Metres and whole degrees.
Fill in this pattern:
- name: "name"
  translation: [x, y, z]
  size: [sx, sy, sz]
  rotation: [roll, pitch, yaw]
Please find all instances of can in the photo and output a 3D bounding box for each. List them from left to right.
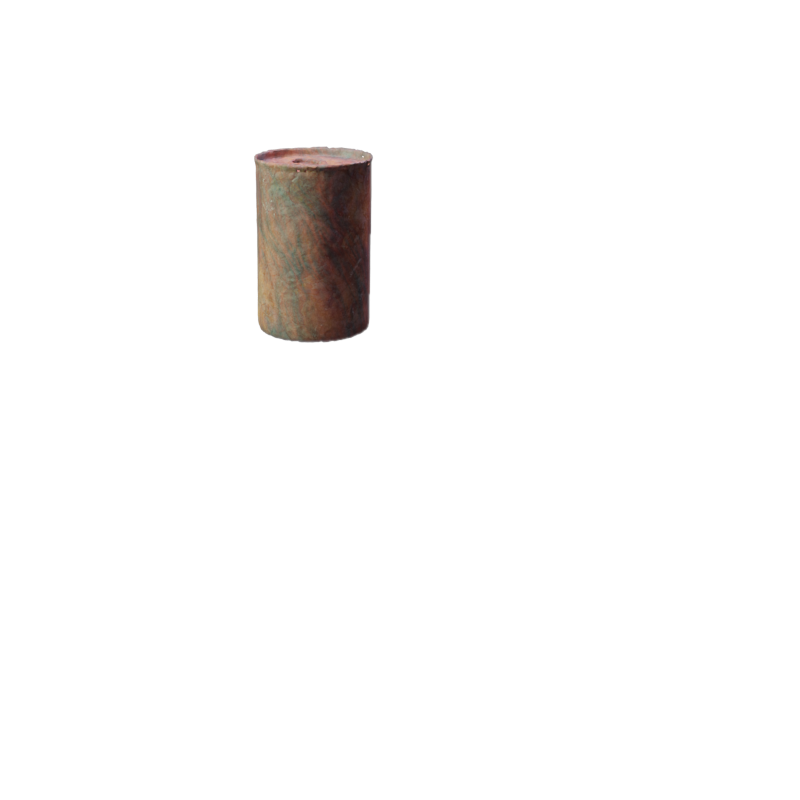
- name: "can"
  translation: [-0.050, -0.092, 0.644]
  size: [0.068, 0.099, 0.071]
  rotation: [0, 16, -2]
